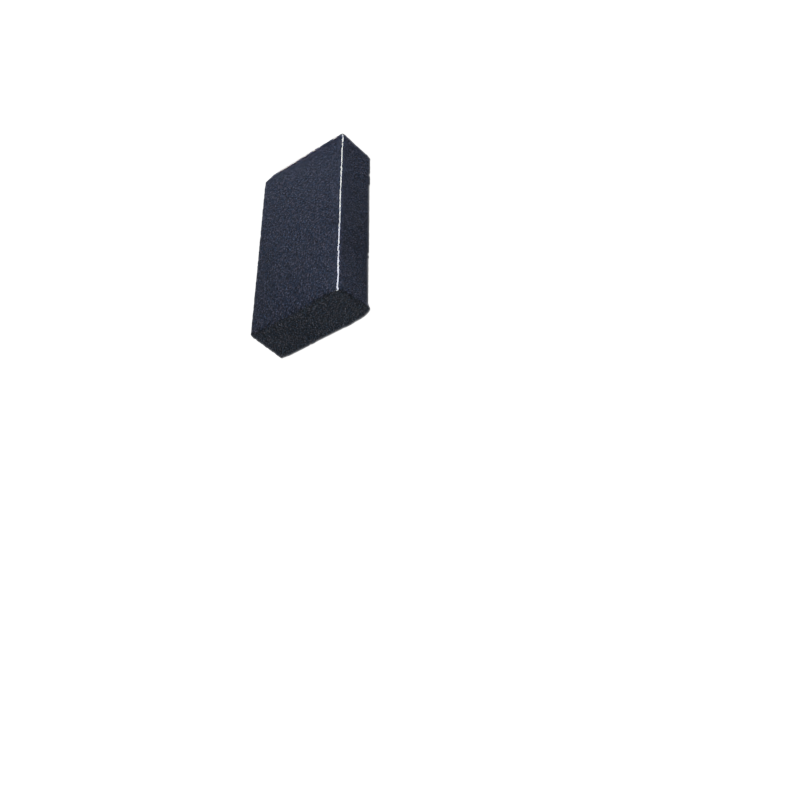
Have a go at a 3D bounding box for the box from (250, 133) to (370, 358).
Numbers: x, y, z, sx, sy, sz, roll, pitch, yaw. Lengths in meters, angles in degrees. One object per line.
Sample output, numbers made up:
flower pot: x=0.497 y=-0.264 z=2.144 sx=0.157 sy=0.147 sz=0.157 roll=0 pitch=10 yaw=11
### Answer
box: x=-0.071 y=-0.130 z=0.908 sx=0.093 sy=0.189 sz=0.045 roll=-27 pitch=-44 yaw=28
